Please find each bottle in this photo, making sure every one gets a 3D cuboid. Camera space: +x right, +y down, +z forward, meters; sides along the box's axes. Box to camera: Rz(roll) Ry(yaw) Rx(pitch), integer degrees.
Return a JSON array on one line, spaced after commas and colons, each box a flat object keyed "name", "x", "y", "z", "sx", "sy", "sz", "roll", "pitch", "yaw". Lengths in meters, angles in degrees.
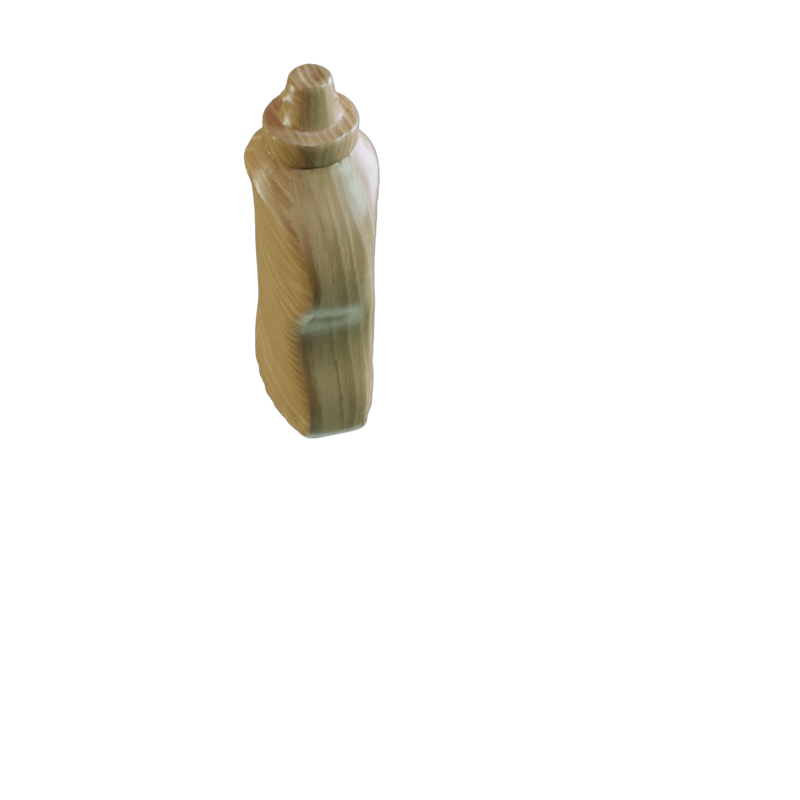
[{"name": "bottle", "x": -0.041, "y": -0.074, "z": 0.517, "sx": 0.058, "sy": 0.104, "sz": 0.179, "roll": -9, "pitch": -40, "yaw": -12}]
